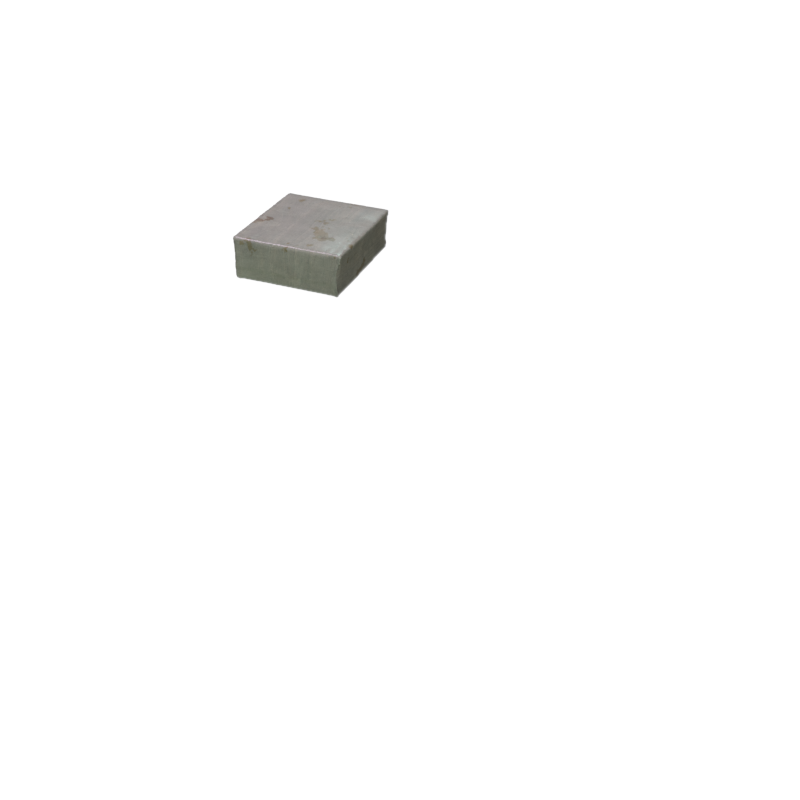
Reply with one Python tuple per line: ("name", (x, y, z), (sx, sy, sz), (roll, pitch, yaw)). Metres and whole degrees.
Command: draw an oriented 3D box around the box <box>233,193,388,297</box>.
("box", (-0.069, -0.126, 0.883), (0.093, 0.037, 0.117), (10, 32, 17))
